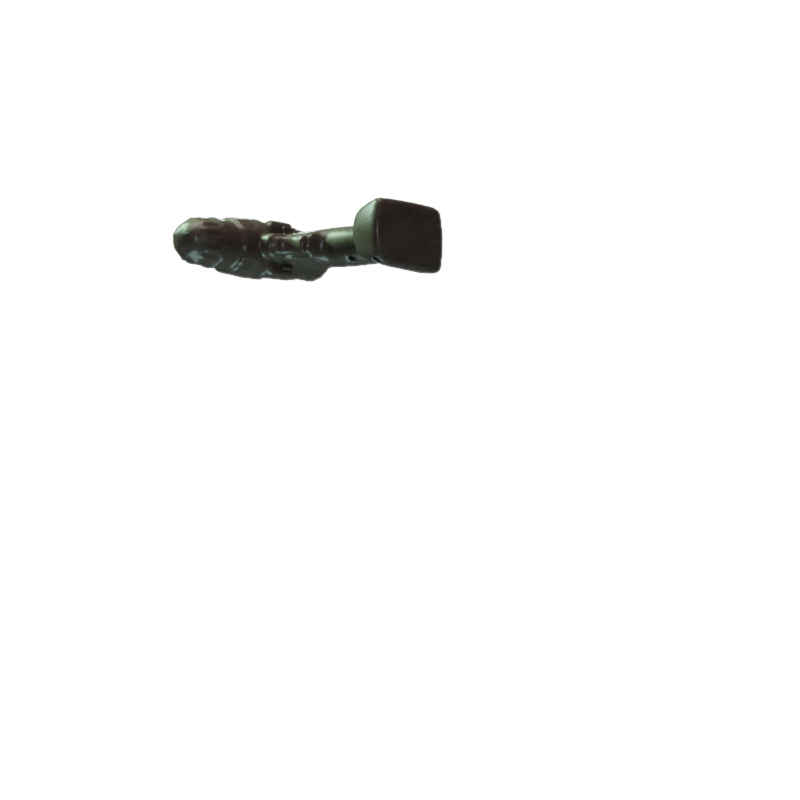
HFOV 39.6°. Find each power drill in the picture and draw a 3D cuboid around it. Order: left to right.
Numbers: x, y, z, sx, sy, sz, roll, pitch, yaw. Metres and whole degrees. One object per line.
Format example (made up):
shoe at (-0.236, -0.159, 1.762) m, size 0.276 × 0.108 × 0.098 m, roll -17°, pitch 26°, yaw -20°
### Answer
power drill at (-0.074, -0.134, 0.942) m, size 0.194 × 0.058 × 0.177 m, roll 2°, pitch 3°, yaw 36°
